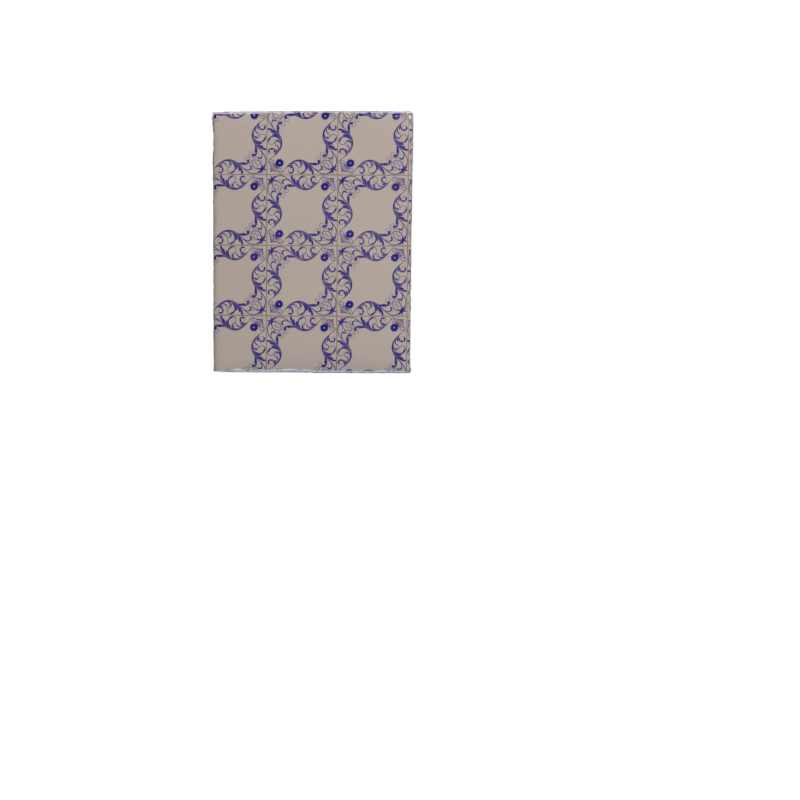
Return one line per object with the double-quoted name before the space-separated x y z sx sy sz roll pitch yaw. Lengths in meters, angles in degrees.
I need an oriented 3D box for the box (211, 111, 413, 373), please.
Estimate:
"box" -0.072 -0.132 0.926 0.164 0.212 0.072 0 4 0
